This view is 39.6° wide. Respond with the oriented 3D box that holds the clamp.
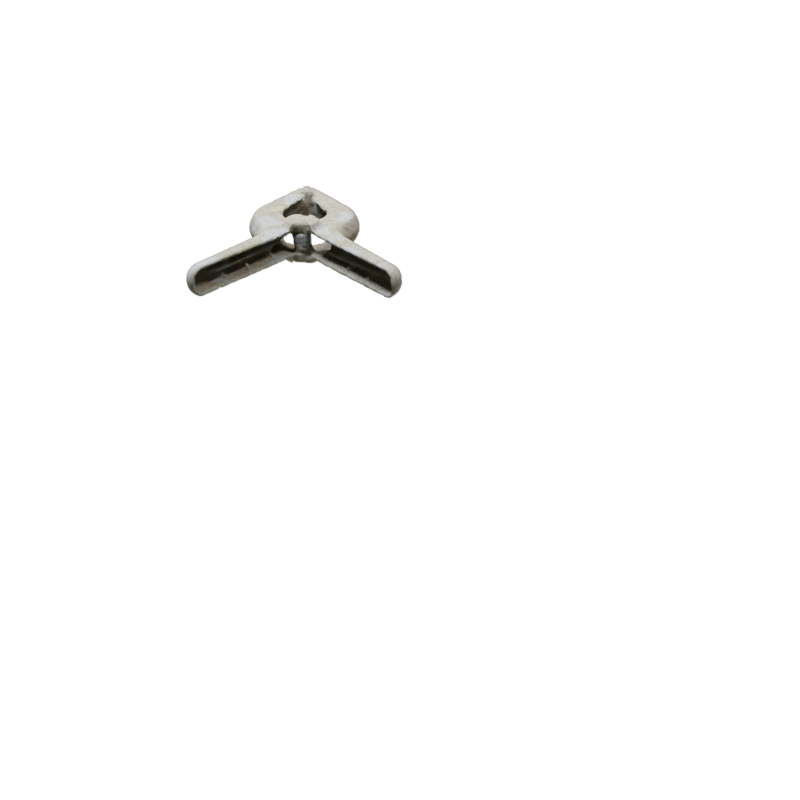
[{"bbox_3d":[-0.072,-0.132,0.925,0.167,0.034,0.219,4,28,7],"label":"clamp"}]
